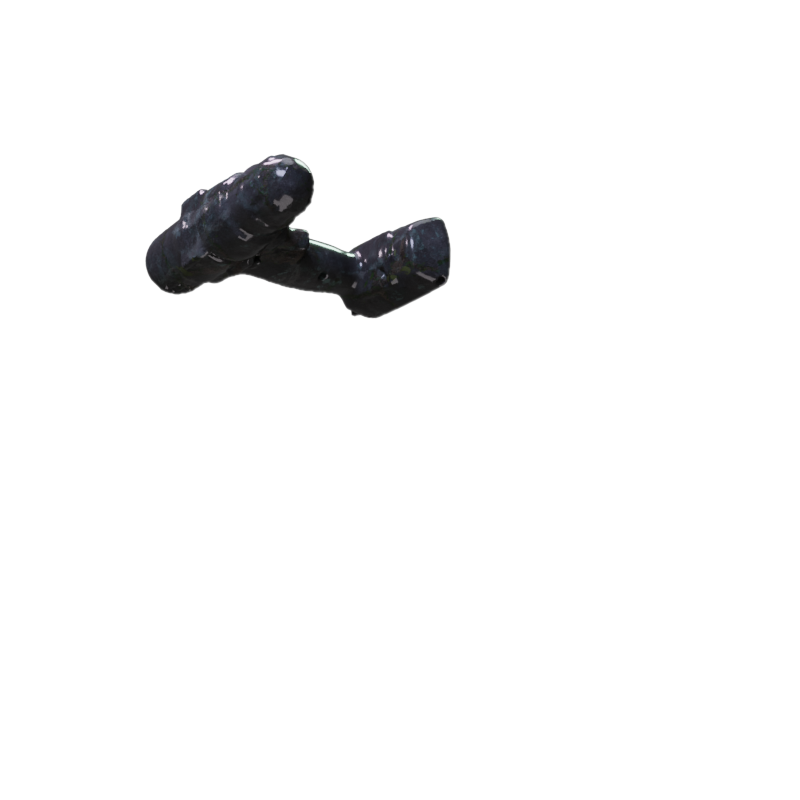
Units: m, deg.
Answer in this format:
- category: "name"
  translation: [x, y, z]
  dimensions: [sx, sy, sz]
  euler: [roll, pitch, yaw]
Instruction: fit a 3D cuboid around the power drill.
- category: "power drill"
  translation: [-0.060, -0.109, 0.764]
  dimensions: [0.179, 0.060, 0.186]
  euler: [9, -16, -33]
